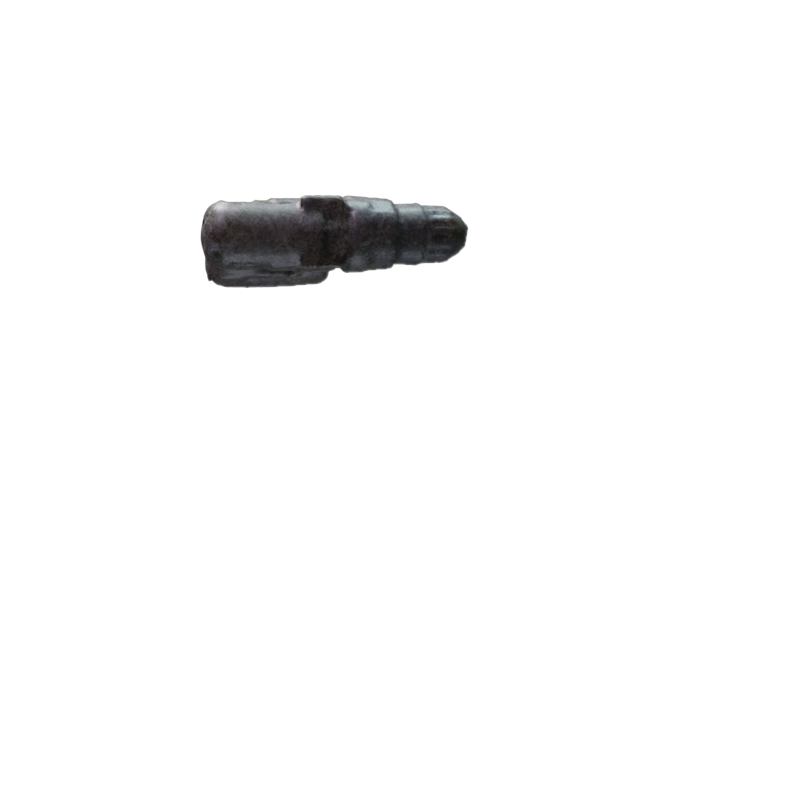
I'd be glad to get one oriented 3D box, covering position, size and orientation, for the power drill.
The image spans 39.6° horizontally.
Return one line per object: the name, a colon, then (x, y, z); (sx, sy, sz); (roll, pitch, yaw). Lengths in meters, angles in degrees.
power drill: (-0.064, -0.117, 0.818); (0.181, 0.058, 0.190); (0, 1, -16)
